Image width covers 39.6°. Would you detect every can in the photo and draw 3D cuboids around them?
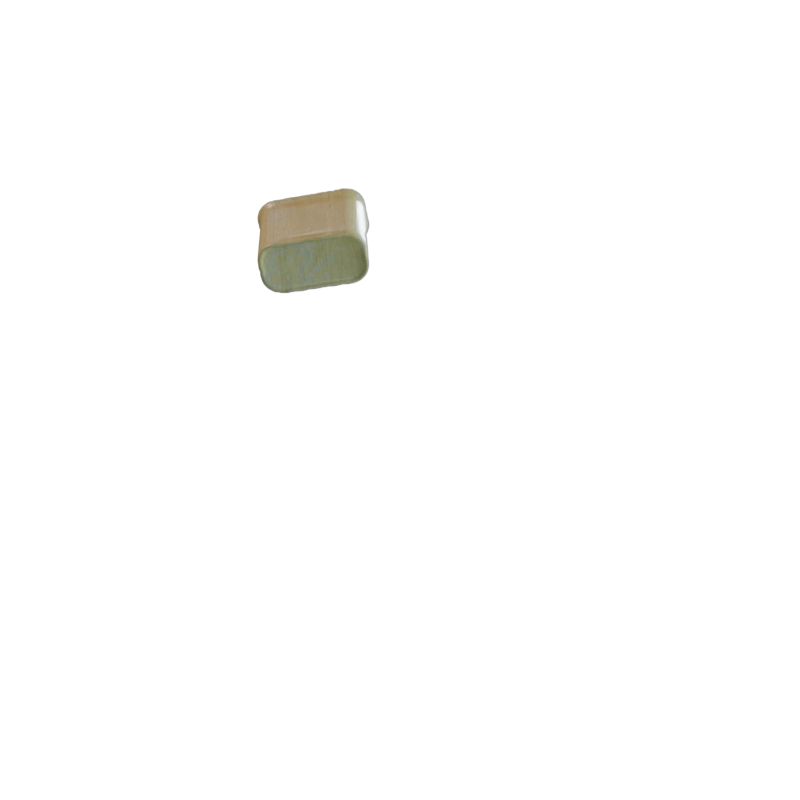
[{"bbox_3d":[-0.078,-0.143,0.999,0.102,0.054,0.089,-9,32,4],"label":"can"}]
